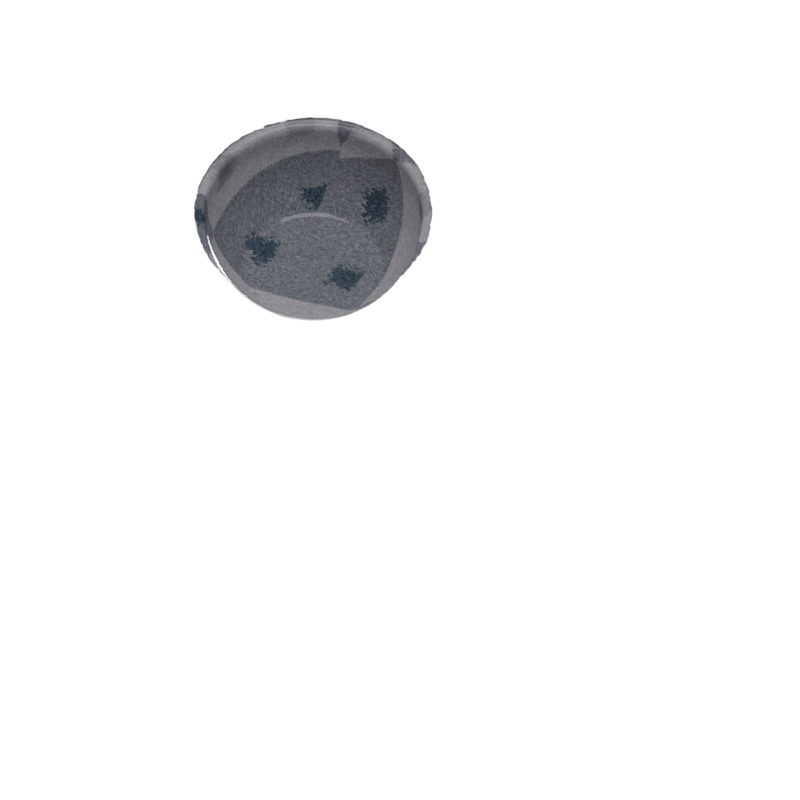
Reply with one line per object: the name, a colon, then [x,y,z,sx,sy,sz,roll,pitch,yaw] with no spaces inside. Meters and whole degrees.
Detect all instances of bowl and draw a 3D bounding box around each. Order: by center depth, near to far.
bowl: [-0.057,-0.105,0.732,0.162,0.151,0.059,1,43,-1]
